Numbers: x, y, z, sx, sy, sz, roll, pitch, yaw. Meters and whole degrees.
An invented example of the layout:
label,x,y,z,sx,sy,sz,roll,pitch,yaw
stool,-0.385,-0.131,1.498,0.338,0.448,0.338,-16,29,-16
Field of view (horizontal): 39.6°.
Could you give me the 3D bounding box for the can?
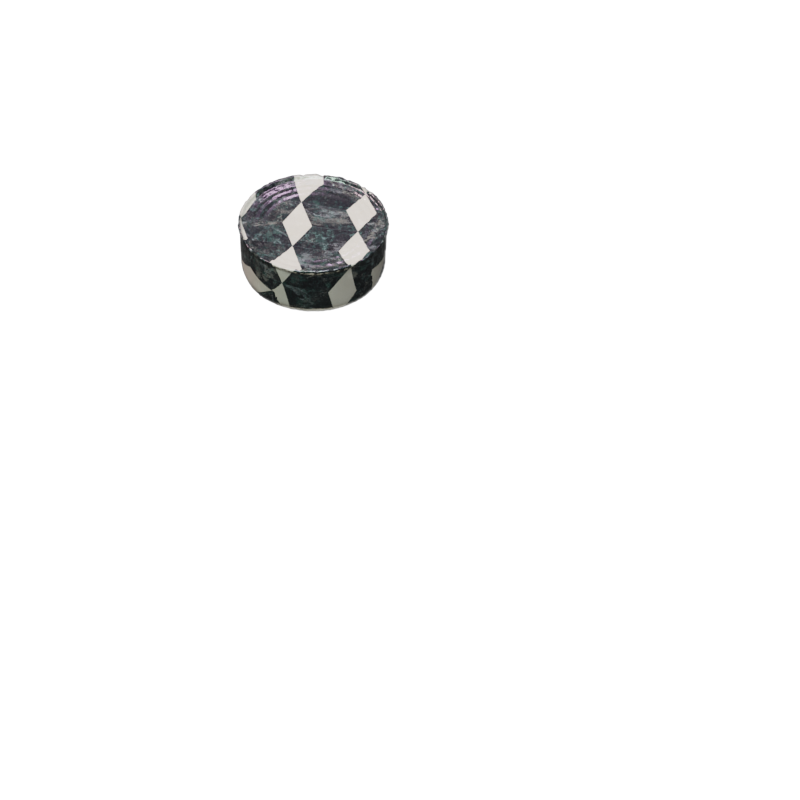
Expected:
label,x,y,z,sx,sy,sz,roll,pitch,yaw
can,-0.050,-0.092,0.641,0.086,0.092,0.031,-1,-44,-1
